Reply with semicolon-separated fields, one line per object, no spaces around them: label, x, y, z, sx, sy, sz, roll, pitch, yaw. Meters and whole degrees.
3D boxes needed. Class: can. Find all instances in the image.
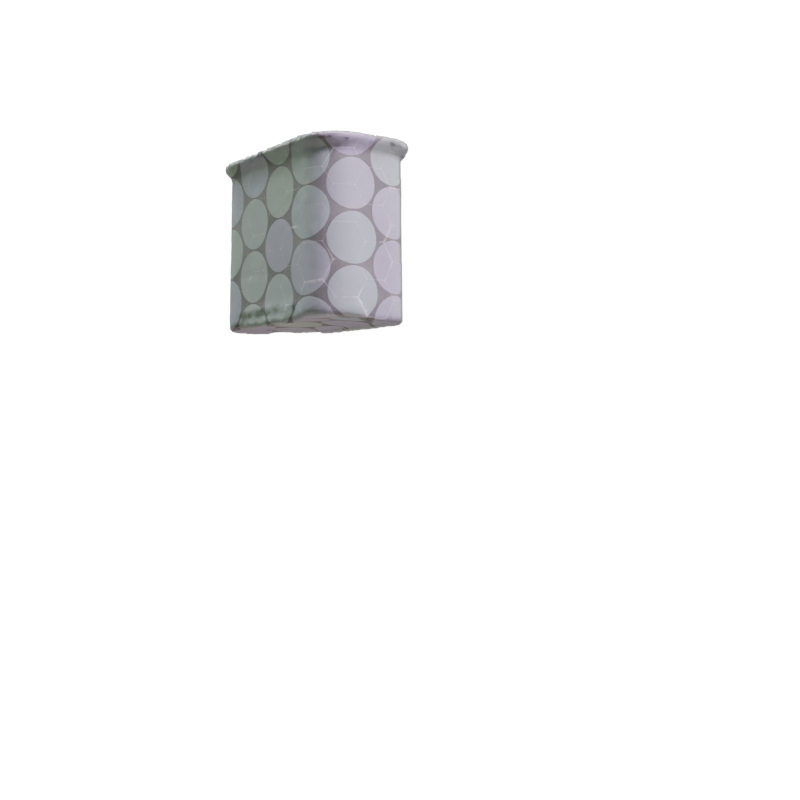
can;-0.042;-0.076;0.533;0.055;0.085;0.105;4;-6;-36
